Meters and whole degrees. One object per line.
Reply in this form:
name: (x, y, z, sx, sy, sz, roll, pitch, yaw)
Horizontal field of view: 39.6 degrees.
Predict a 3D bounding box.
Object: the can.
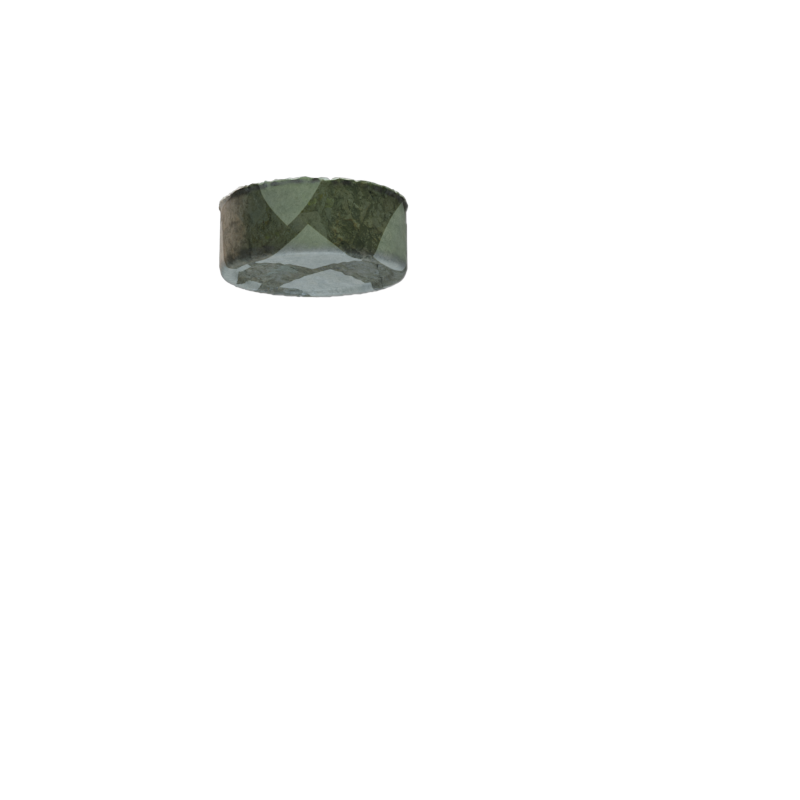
can: (-0.039, -0.071, 0.499, 0.086, 0.035, 0.084, 0, -9, -2)
